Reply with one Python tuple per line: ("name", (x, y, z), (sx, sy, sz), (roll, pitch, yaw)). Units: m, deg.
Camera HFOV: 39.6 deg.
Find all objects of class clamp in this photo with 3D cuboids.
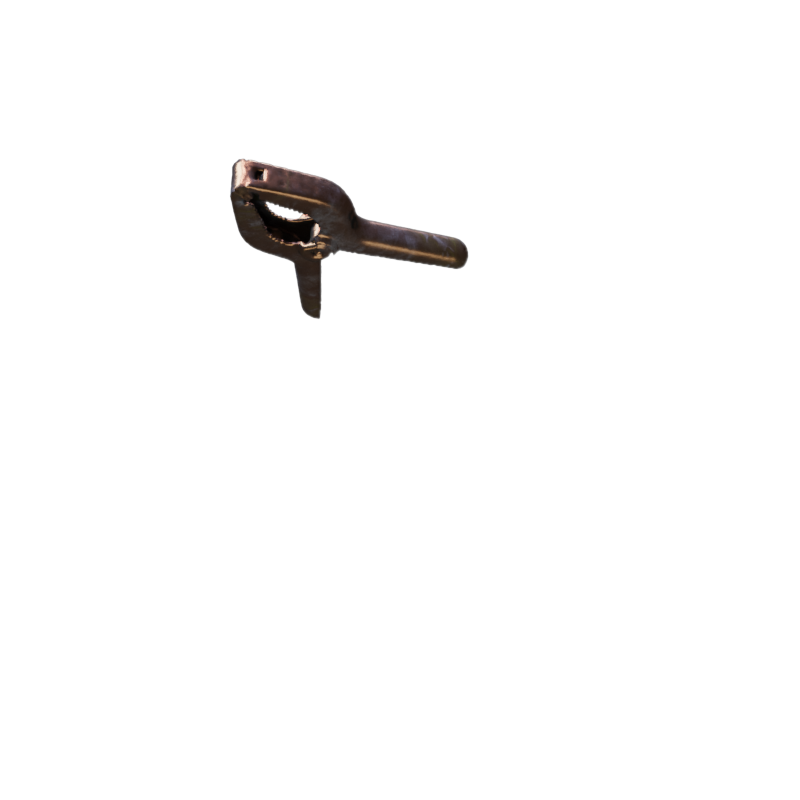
("clamp", (-0.070, -0.128, 0.896), (0.165, 0.039, 0.196), (-23, -35, 37))
